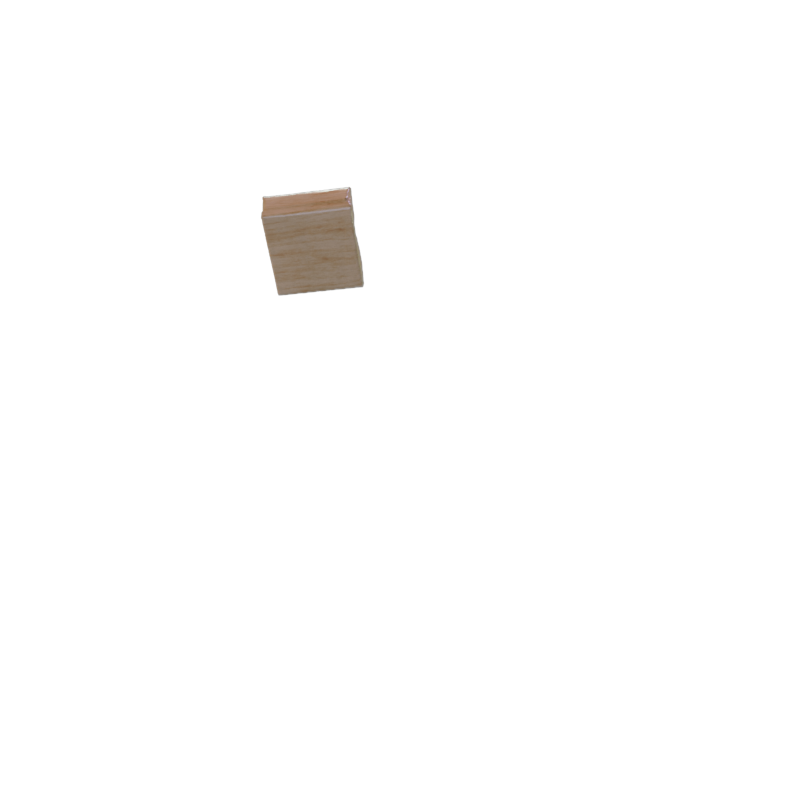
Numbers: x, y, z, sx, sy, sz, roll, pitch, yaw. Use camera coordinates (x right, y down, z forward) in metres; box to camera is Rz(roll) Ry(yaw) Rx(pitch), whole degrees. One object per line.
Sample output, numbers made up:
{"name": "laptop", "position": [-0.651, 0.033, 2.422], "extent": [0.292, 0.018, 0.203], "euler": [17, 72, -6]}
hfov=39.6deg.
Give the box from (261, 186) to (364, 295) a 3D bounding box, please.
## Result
{"name": "box", "position": [-0.071, -0.130, 0.909], "extent": [0.073, 0.083, 0.032], "euler": [-5, 42, 4]}
